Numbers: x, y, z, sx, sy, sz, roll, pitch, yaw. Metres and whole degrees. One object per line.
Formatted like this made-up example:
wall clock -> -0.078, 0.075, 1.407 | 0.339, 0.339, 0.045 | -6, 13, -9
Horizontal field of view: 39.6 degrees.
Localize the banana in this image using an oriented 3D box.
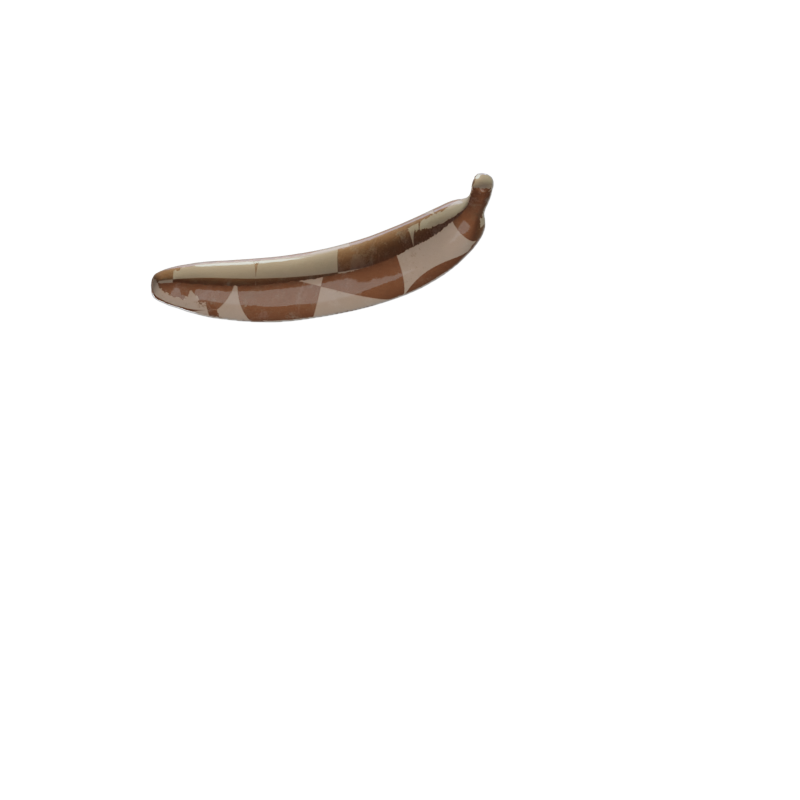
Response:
banana -> -0.036, -0.075, 0.603 | 0.199, 0.039, 0.064 | -16, -45, 16
